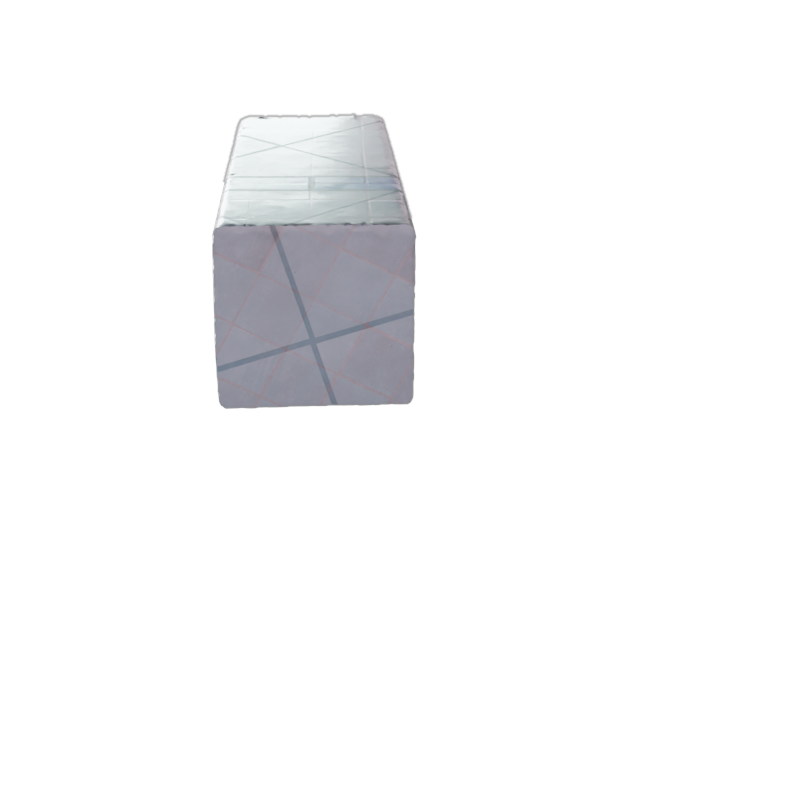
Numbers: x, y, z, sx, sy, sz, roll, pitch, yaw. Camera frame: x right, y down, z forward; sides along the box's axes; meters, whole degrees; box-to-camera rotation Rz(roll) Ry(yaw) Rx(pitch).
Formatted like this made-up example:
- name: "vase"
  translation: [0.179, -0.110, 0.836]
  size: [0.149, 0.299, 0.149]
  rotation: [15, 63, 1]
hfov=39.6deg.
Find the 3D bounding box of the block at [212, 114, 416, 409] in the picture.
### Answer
- name: "block"
  translation: [-0.046, -0.084, 0.587]
  size: [0.090, 0.086, 0.217]
  rotation: [-1, 25, -3]
